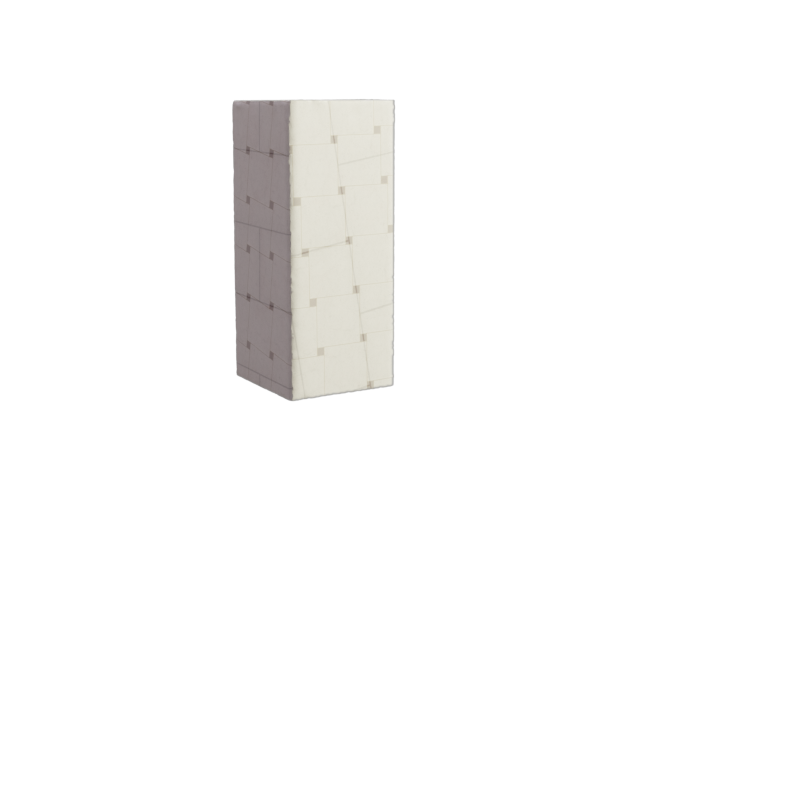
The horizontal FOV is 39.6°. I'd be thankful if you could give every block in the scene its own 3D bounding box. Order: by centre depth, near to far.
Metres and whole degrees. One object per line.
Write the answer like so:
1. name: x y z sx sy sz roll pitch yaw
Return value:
1. block: -0.064 -0.115 0.808 0.087 0.202 0.095 -5 11 -32
